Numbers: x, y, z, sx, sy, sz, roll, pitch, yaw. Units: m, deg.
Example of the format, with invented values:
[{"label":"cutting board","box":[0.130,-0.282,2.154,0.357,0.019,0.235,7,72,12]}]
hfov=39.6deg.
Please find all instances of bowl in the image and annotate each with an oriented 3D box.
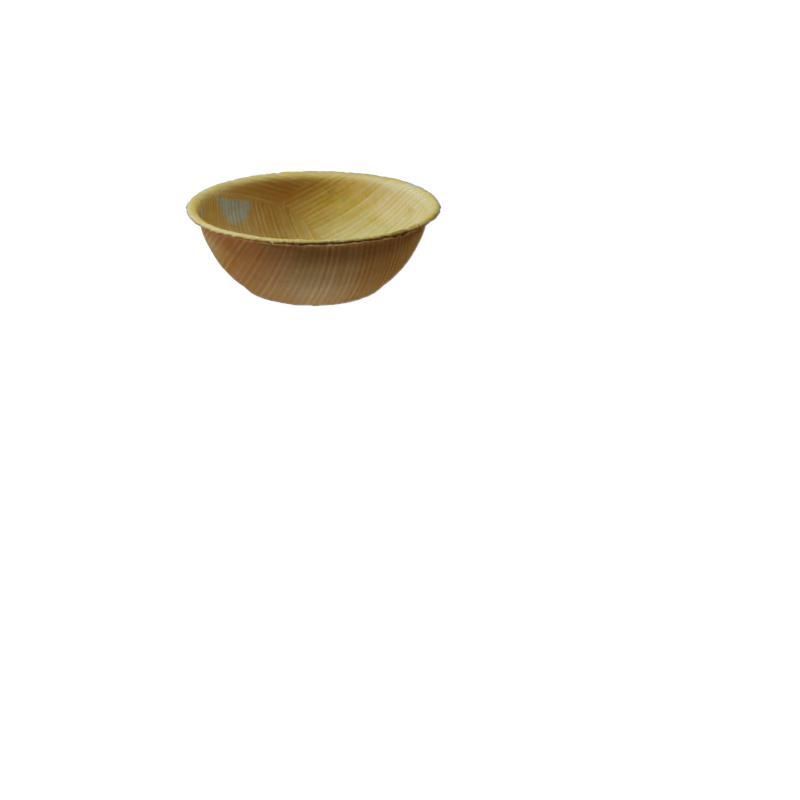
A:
[{"label":"bowl","box":[-0.056,-0.102,0.715,0.162,0.052,0.170,-1,24,-2]}]
